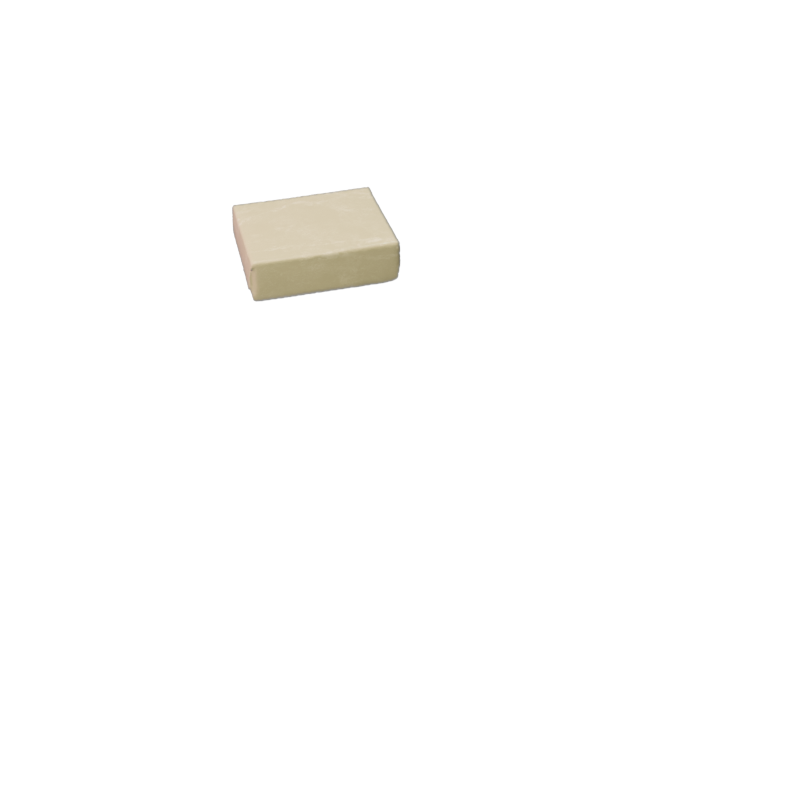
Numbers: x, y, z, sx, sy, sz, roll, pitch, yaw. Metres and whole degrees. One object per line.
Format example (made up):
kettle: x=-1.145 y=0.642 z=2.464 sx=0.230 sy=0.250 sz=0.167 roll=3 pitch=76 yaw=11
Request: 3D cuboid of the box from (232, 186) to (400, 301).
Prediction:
box: x=-0.065 y=-0.119 z=0.837 sx=0.112 sy=0.036 sz=0.097 roll=-8 pitch=38 yaw=-11
